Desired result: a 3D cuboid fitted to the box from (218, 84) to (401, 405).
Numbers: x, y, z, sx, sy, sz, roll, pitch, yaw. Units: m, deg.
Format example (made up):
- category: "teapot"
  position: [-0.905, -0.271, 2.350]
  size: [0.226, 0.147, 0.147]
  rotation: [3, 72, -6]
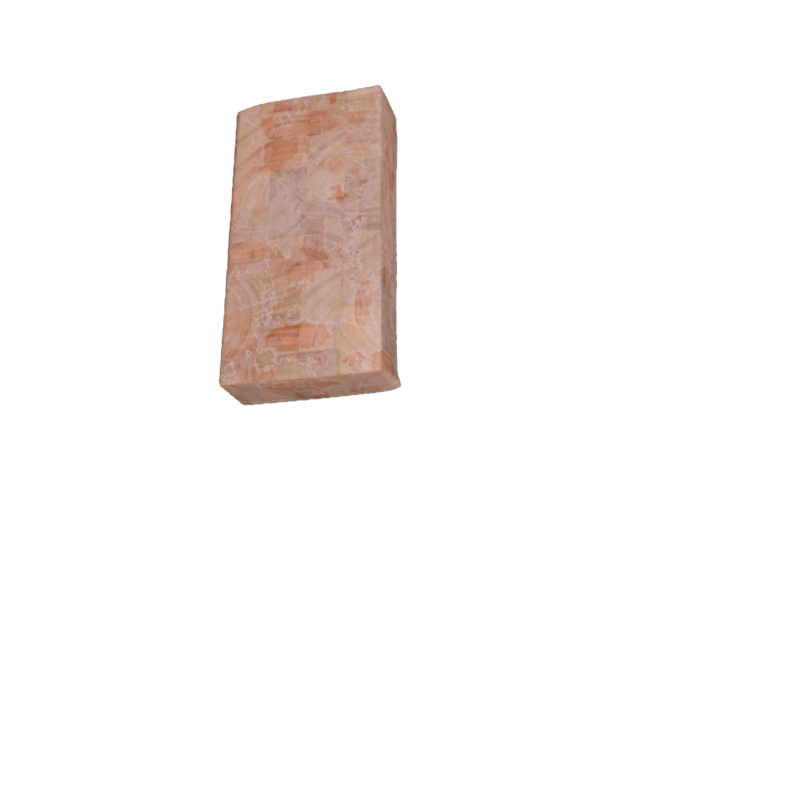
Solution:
- category: "box"
  position: [-0.050, -0.090, 0.629]
  size: [0.095, 0.186, 0.045]
  rotation: [-8, -23, 15]
